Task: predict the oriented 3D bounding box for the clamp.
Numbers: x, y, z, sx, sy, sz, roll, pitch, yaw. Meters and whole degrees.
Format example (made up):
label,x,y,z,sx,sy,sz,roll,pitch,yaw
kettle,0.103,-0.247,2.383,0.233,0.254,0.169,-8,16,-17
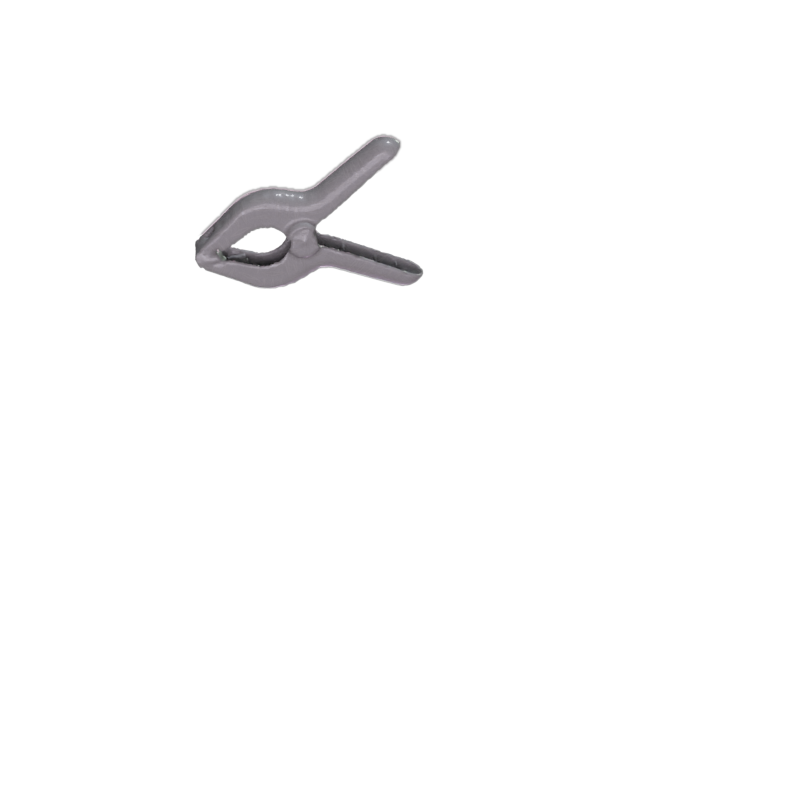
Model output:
label,x,y,z,sx,sy,sz,roll,pitch,yaw
clamp,-0.065,-0.119,0.832,0.172,0.114,0.041,-18,21,7
